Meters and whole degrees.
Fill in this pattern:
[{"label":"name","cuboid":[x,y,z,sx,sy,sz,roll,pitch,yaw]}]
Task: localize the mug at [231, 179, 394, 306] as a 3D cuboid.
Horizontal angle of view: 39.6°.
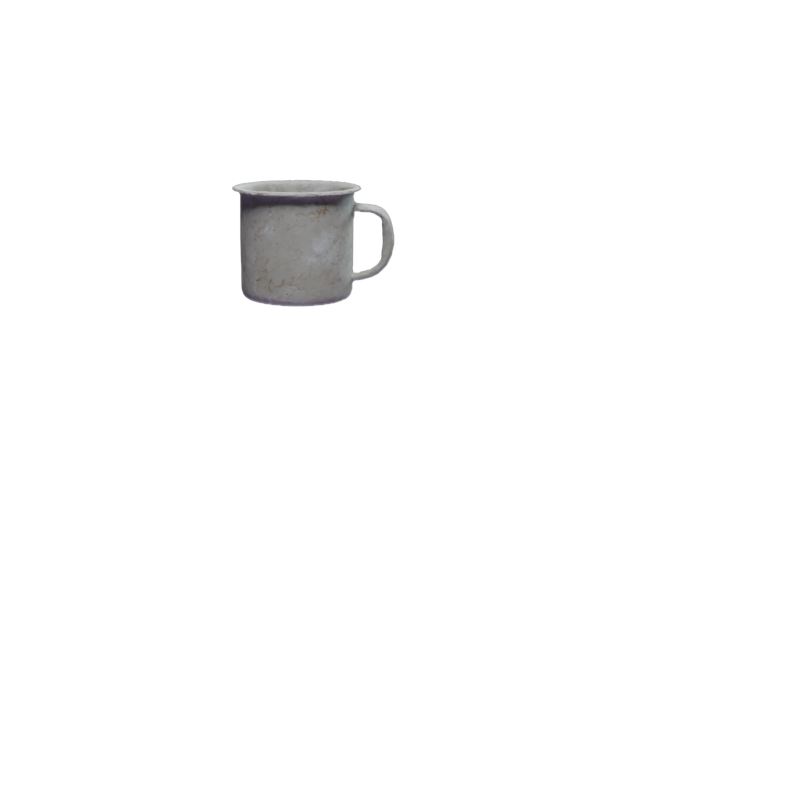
[{"label":"mug","cuboid":[-0.063,-0.115,0.804,0.117,0.079,0.096,0,13,0]}]
